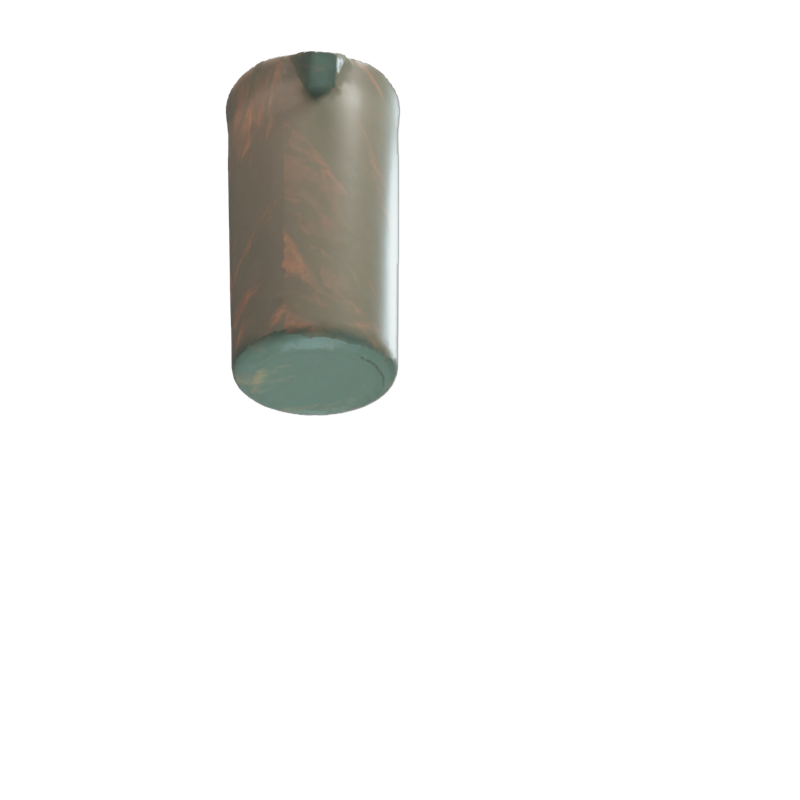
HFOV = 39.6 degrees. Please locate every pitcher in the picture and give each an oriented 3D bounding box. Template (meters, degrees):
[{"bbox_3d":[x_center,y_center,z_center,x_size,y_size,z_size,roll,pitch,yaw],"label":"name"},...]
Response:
[{"bbox_3d":[-0.062,-0.113,0.790,0.146,0.260,0.139,-23,-38,29],"label":"pitcher"}]
